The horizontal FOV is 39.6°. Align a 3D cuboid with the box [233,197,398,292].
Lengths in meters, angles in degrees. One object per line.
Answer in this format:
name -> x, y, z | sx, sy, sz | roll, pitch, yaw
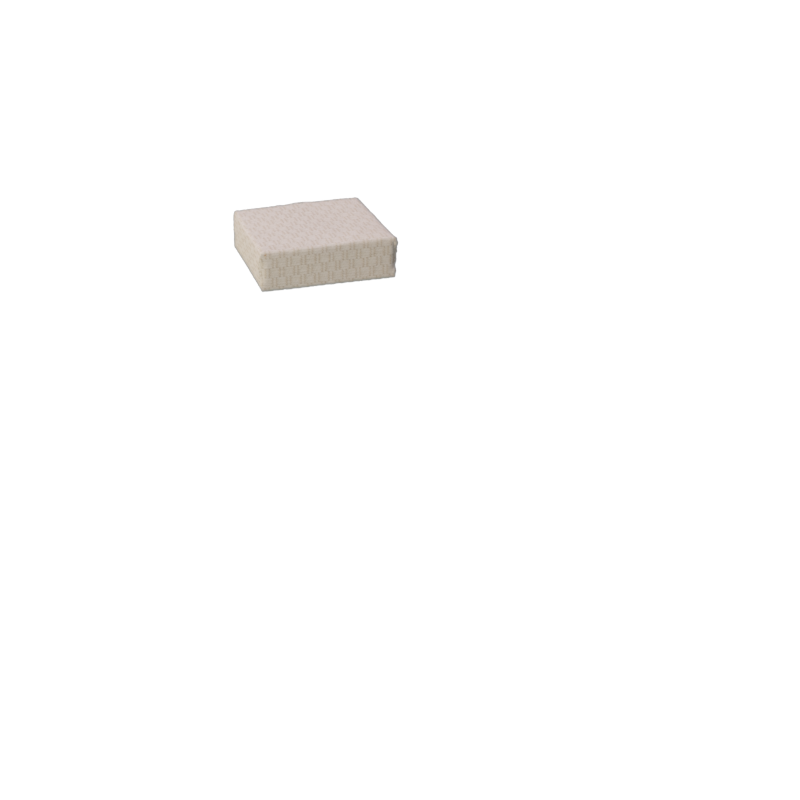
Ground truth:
box -> -0.055, -0.101, 0.704 | 0.088, 0.028, 0.078 | -9, 30, -16
